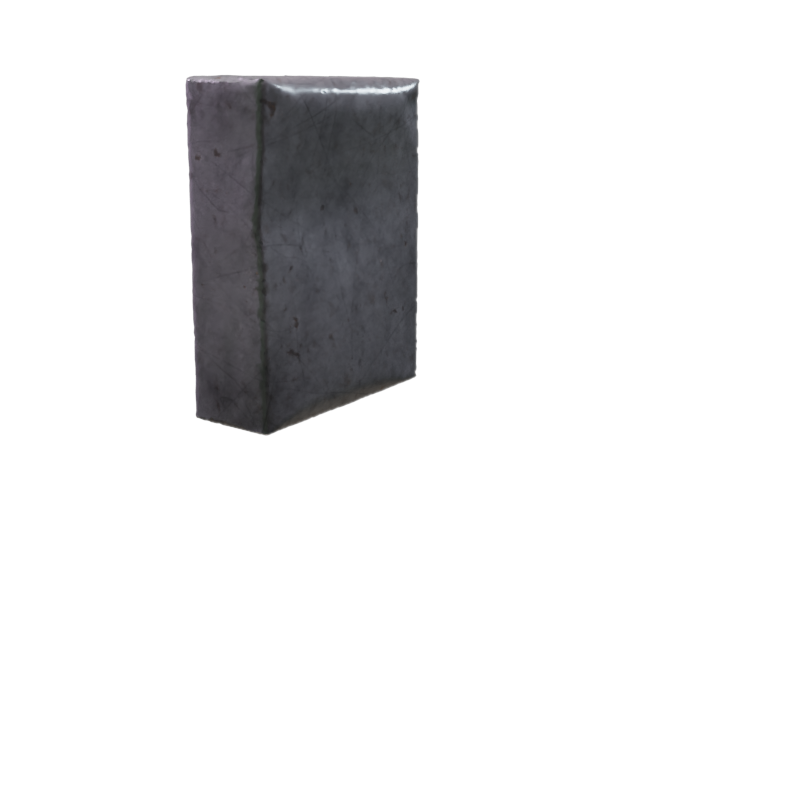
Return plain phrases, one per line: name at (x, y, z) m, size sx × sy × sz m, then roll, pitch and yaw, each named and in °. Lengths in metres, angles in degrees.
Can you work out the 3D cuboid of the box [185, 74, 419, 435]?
box at (-0.056, -0.103, 0.721) m, size 0.075 × 0.209 × 0.161 m, roll 7°, pitch 13°, yaw 36°
